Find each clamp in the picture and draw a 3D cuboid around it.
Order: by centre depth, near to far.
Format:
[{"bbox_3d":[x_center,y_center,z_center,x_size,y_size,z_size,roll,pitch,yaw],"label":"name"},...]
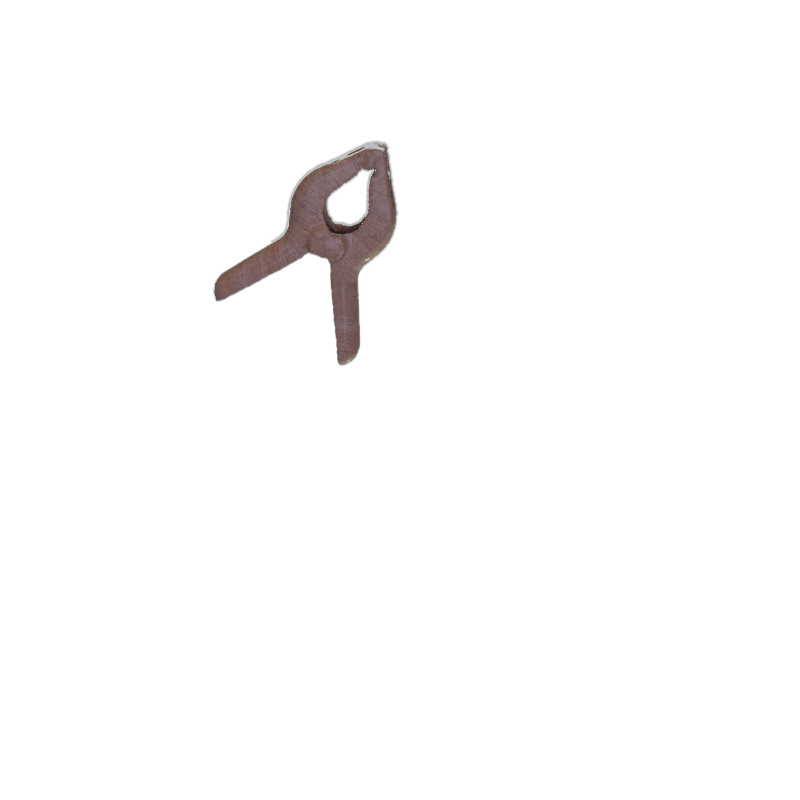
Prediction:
[{"bbox_3d":[-0.064,-0.117,0.823,0.119,0.166,0.041,18,17,-6],"label":"clamp"}]
